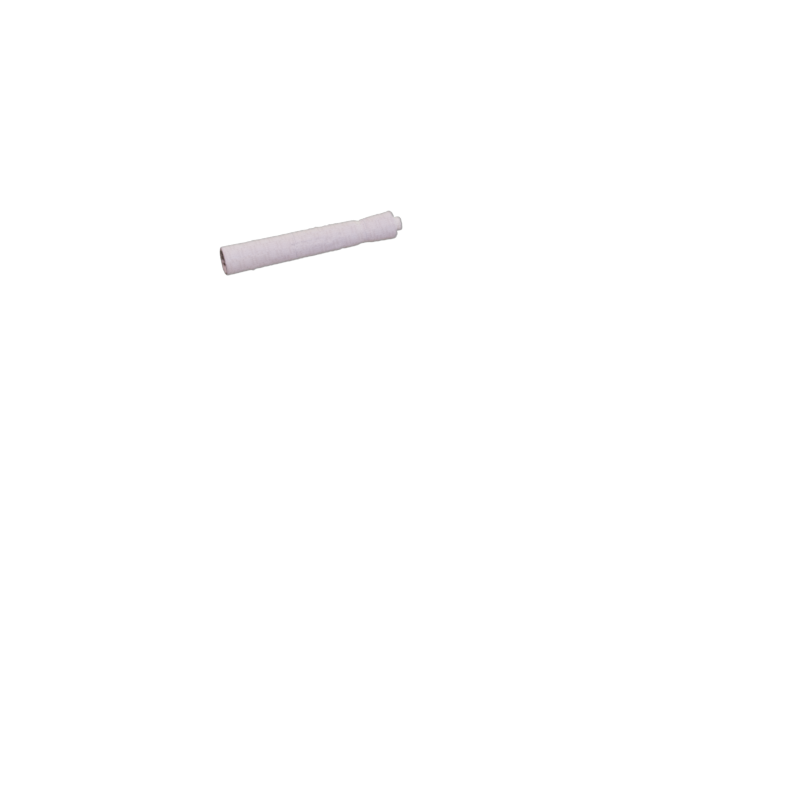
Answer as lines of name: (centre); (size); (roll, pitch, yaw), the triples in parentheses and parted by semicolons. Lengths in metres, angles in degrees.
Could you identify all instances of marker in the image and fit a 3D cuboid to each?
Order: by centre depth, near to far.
marker: (-0.056, -0.102, 0.717); (0.120, 0.019, 0.020); (-14, 8, -13)
